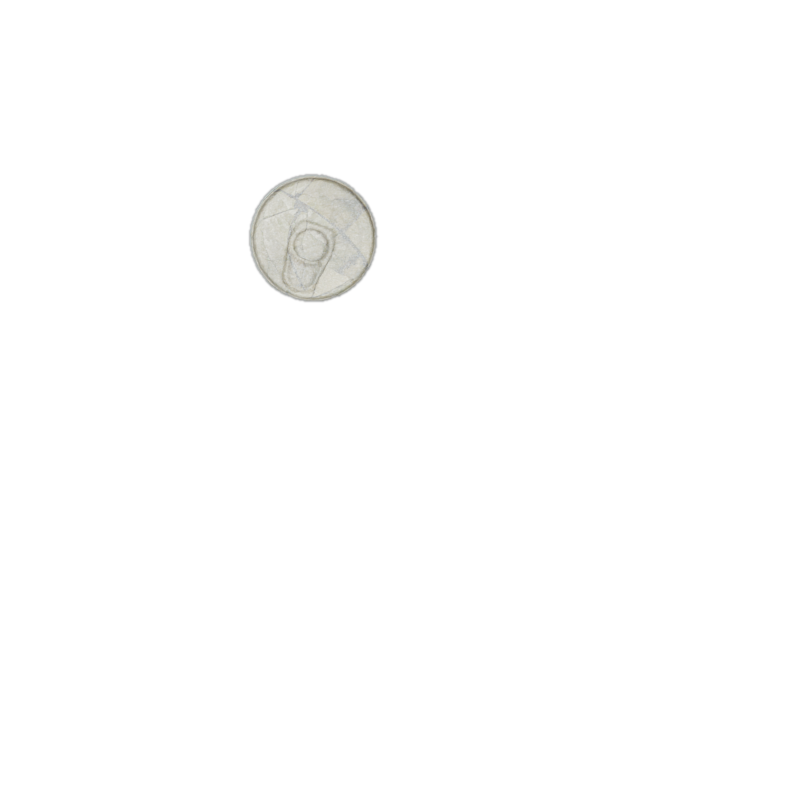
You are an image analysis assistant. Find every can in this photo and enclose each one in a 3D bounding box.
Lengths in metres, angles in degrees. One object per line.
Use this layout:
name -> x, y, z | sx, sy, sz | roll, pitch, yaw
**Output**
can -> -0.050, -0.092, 0.643 | 0.068, 0.068, 0.103 | 0, 3, -3
